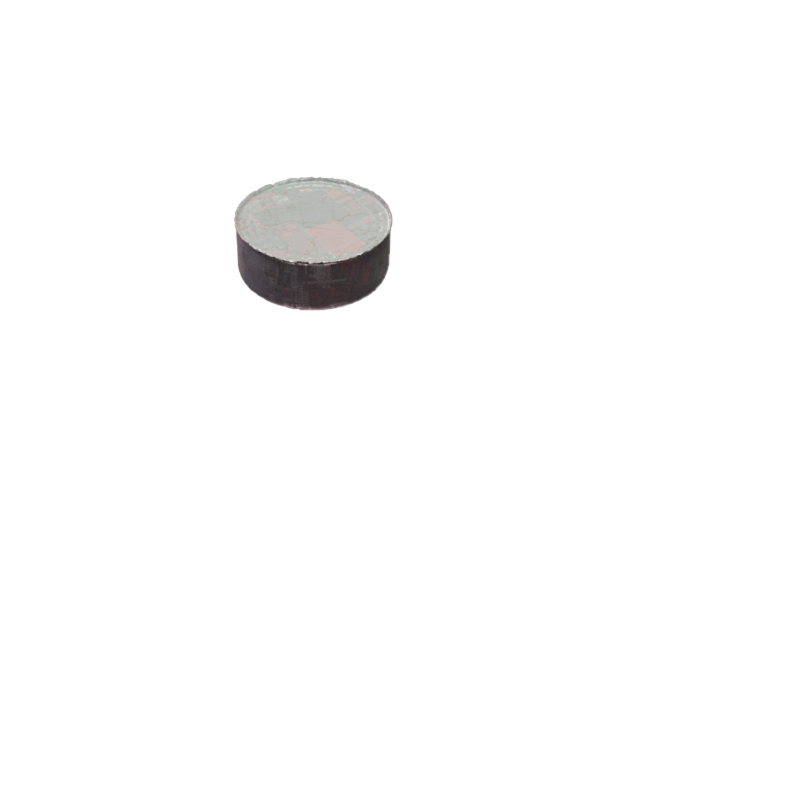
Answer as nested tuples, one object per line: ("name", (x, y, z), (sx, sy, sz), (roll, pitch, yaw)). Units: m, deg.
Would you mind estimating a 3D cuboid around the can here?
("can", (-0.048, -0.087, 0.609), (0.086, 0.031, 0.092), (-1, 39, -2))
